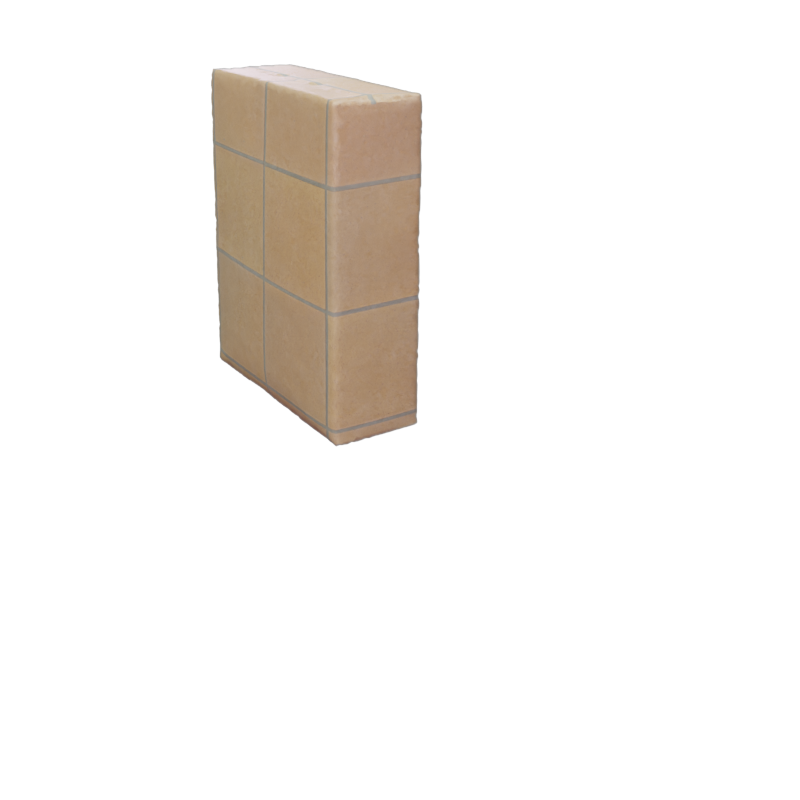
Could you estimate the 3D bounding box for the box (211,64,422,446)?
[{"bbox_3d":[-0.057,-0.103,0.724,0.070,0.205,0.175,-10,22,-31],"label":"box"}]
